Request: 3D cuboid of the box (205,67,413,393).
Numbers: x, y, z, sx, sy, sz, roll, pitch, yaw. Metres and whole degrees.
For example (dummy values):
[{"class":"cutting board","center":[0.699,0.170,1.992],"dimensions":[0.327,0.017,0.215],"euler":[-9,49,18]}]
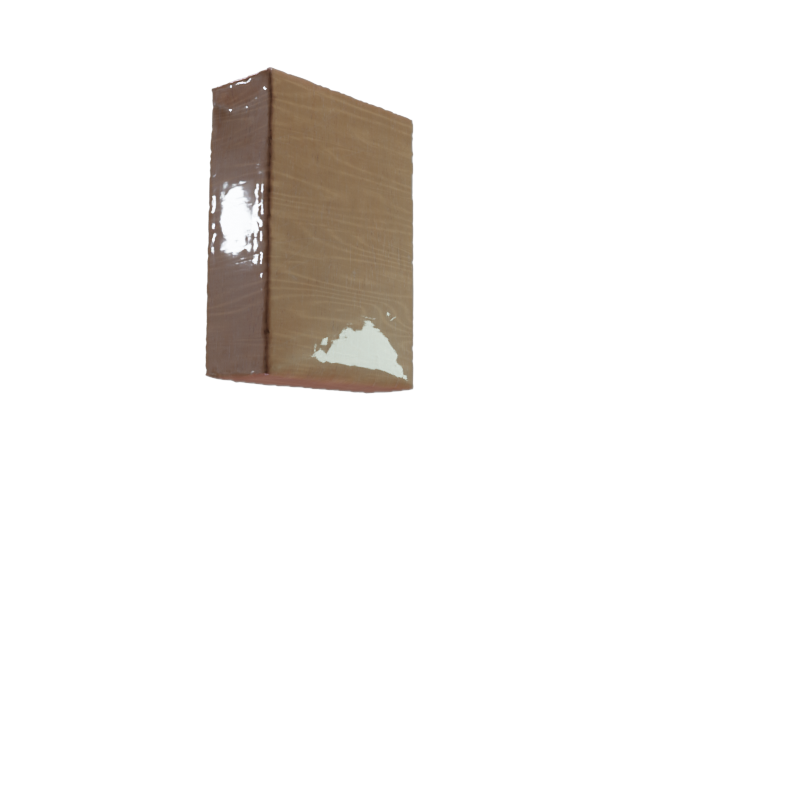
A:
[{"class":"box","center":[-0.064,-0.117,0.816],"dimensions":[0.074,0.219,0.156],"euler":[-9,-12,39]}]
